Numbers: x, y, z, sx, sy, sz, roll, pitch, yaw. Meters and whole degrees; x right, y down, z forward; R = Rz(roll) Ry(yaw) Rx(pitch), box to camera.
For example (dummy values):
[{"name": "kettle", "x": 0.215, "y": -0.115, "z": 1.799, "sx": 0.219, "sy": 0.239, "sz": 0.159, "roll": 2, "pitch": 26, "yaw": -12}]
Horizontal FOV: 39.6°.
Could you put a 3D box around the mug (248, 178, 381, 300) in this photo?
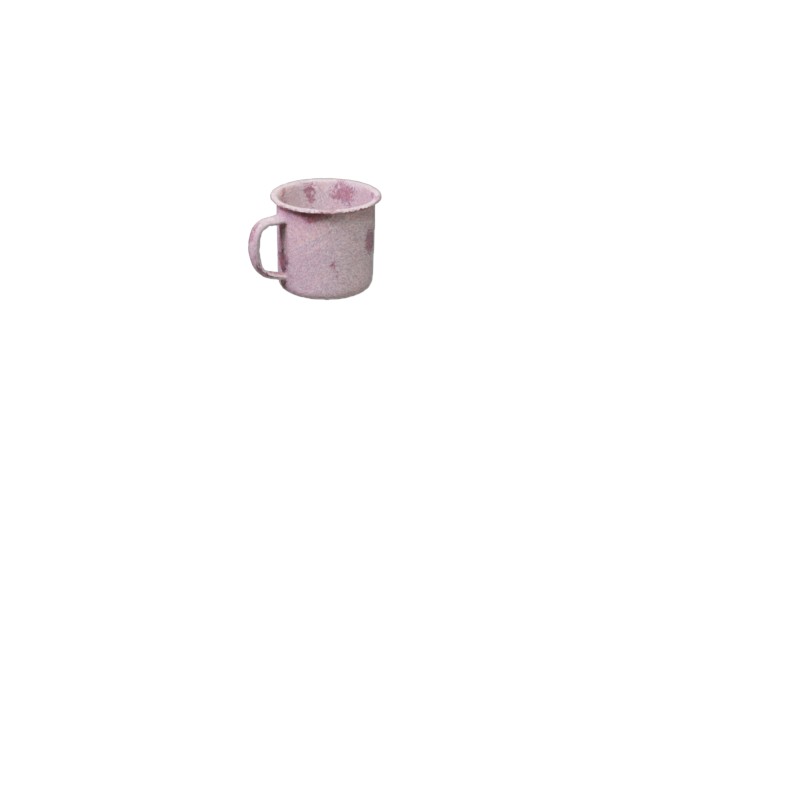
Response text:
[{"name": "mug", "x": -0.073, "y": -0.133, "z": 0.930, "sx": 0.115, "sy": 0.078, "sz": 0.100, "roll": -15, "pitch": 29, "yaw": -30}]
